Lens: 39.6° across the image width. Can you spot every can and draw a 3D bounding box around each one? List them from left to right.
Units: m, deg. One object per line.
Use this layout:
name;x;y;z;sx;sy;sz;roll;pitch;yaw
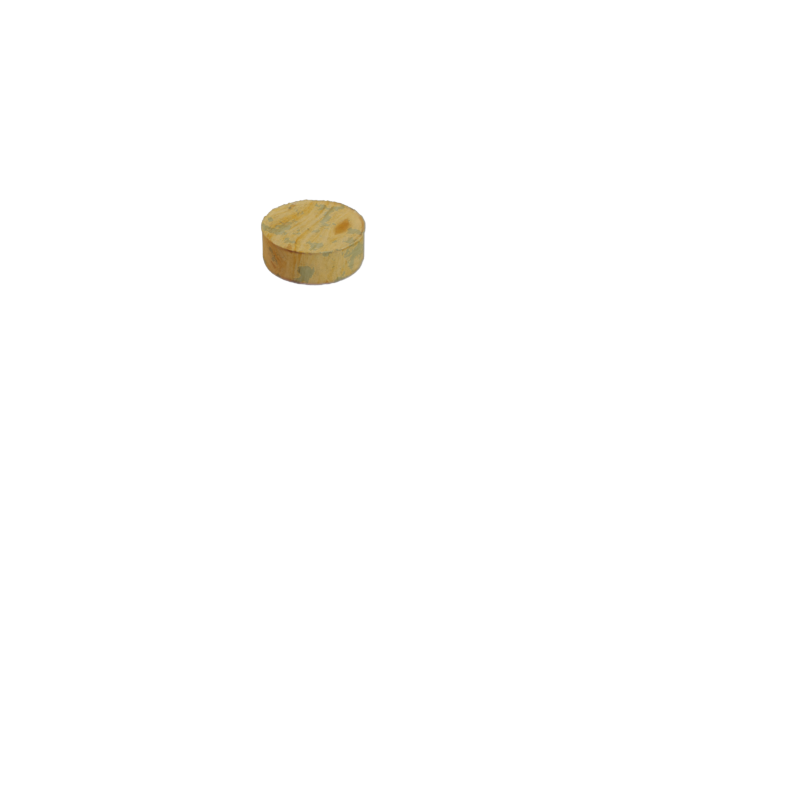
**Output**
can;-0.071;-0.130;0.912;0.086;0.031;0.092;-1;36;-2
